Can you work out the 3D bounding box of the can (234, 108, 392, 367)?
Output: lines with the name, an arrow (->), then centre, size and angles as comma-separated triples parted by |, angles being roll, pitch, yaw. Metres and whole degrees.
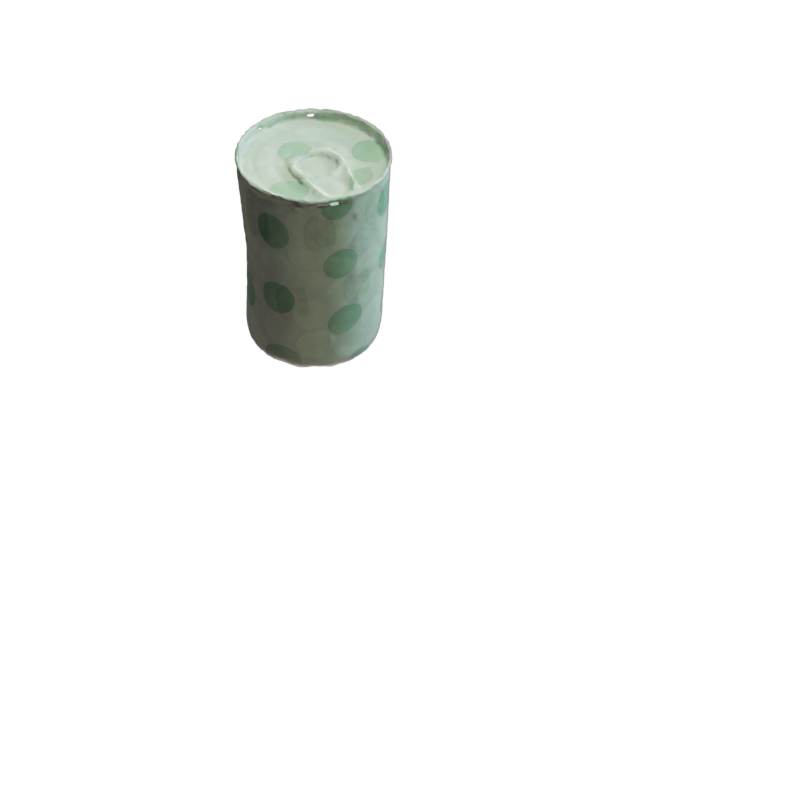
can -> -0.040, -0.073, 0.509 | 0.068, 0.095, 0.074 | 0, 44, -3
